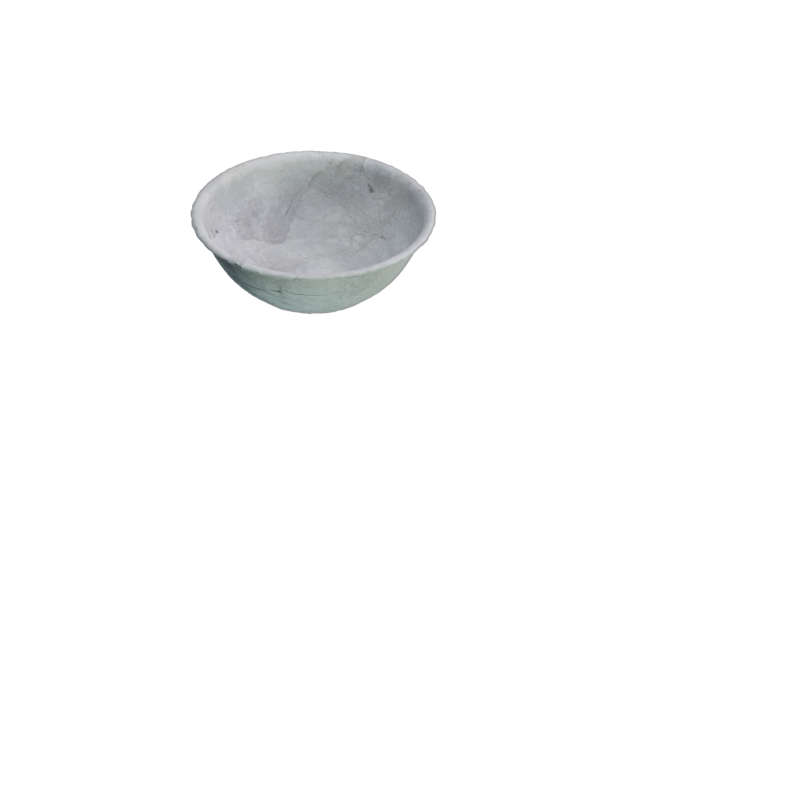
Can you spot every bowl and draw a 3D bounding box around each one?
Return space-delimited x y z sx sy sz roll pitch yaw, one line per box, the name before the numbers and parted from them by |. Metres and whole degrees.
bowl | -0.058 -0.106 0.744 0.162 0.051 0.173 -1 38 -2
